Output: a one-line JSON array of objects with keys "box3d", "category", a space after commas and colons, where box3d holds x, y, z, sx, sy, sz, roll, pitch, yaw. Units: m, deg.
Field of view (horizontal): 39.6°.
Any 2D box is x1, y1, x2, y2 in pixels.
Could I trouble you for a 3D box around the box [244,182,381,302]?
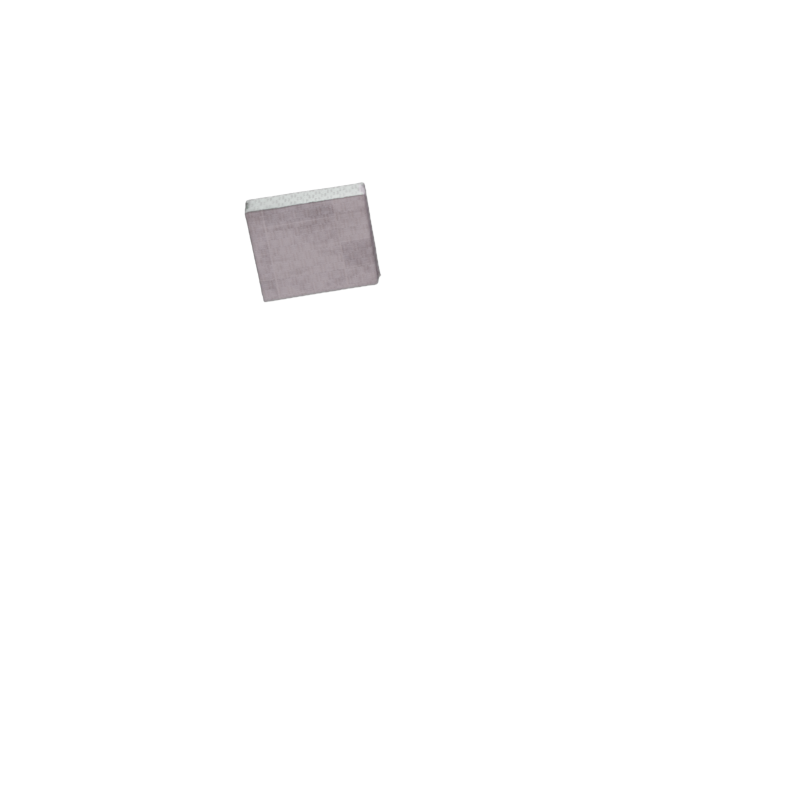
[{"box3d": [-0.063, -0.116, 0.812, 0.089, 0.069, 0.032, -9, 26, 4], "category": "box"}]
